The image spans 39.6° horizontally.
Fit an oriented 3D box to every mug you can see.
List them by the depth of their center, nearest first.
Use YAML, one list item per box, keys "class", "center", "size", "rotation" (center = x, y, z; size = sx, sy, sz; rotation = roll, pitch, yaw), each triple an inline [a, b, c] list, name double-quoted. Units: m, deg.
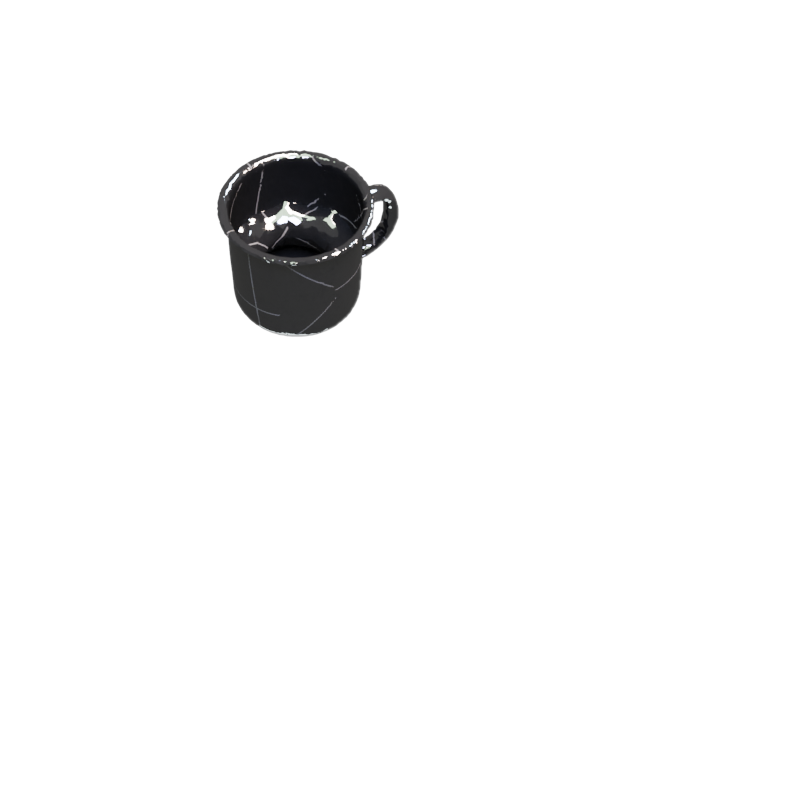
- class: "mug"
  center: [-0.054, -0.098, 0.689]
  size: [0.116, 0.100, 0.076]
  rotation: [-25, -33, -19]
